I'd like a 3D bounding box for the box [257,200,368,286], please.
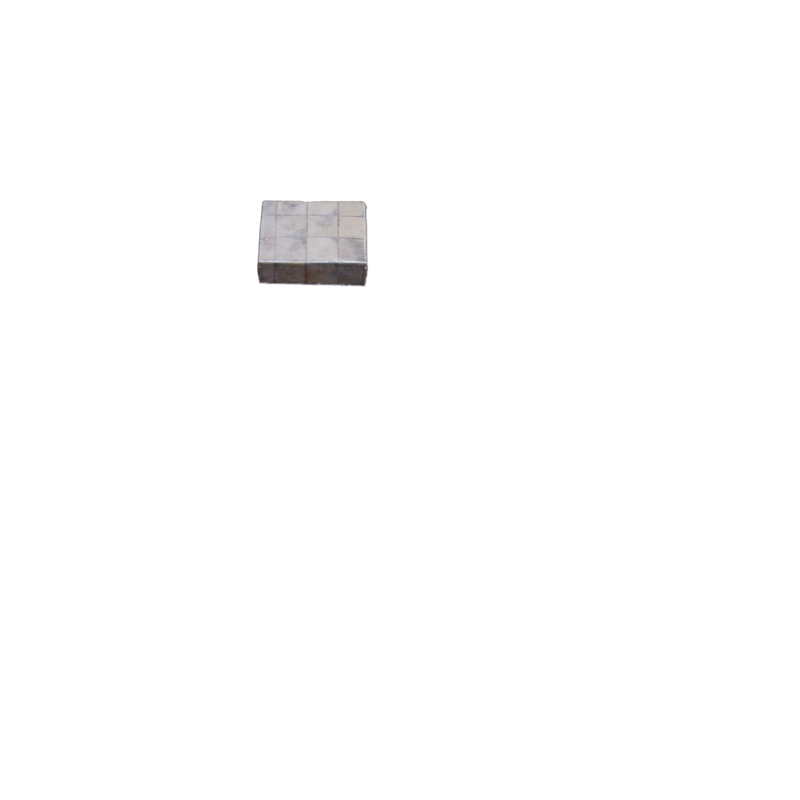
[{"bbox_3d":[-0.071,-0.130,0.911,0.089,0.078,0.028,0,-41,0],"label":"box"}]
